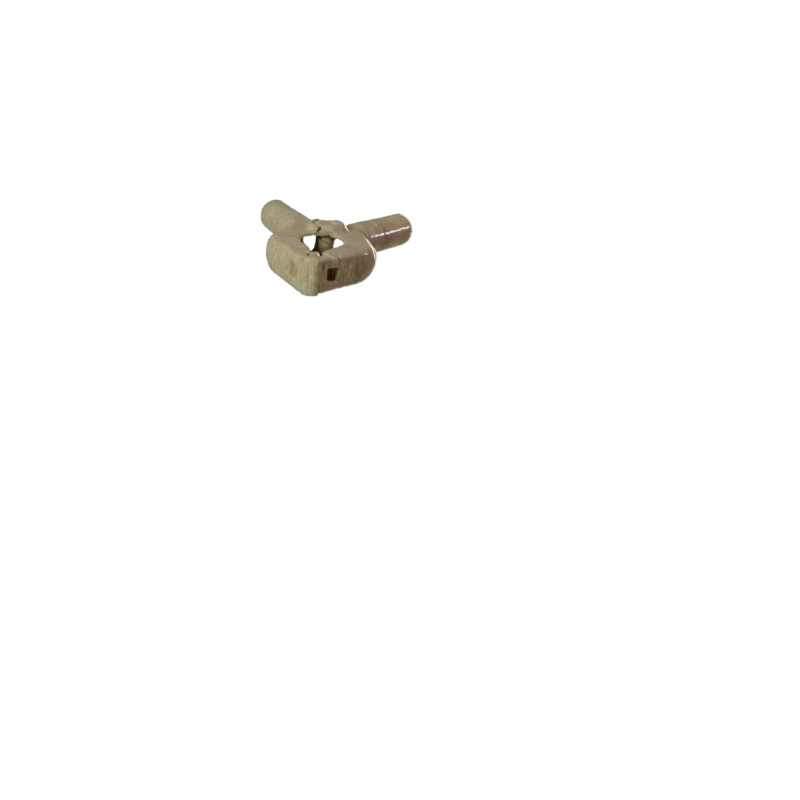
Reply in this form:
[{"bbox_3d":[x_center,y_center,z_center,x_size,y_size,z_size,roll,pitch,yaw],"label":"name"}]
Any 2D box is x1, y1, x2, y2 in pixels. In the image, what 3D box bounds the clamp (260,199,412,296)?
[{"bbox_3d":[-0.064,-0.118,0.823,0.123,0.038,0.174,4,20,13],"label":"clamp"}]
